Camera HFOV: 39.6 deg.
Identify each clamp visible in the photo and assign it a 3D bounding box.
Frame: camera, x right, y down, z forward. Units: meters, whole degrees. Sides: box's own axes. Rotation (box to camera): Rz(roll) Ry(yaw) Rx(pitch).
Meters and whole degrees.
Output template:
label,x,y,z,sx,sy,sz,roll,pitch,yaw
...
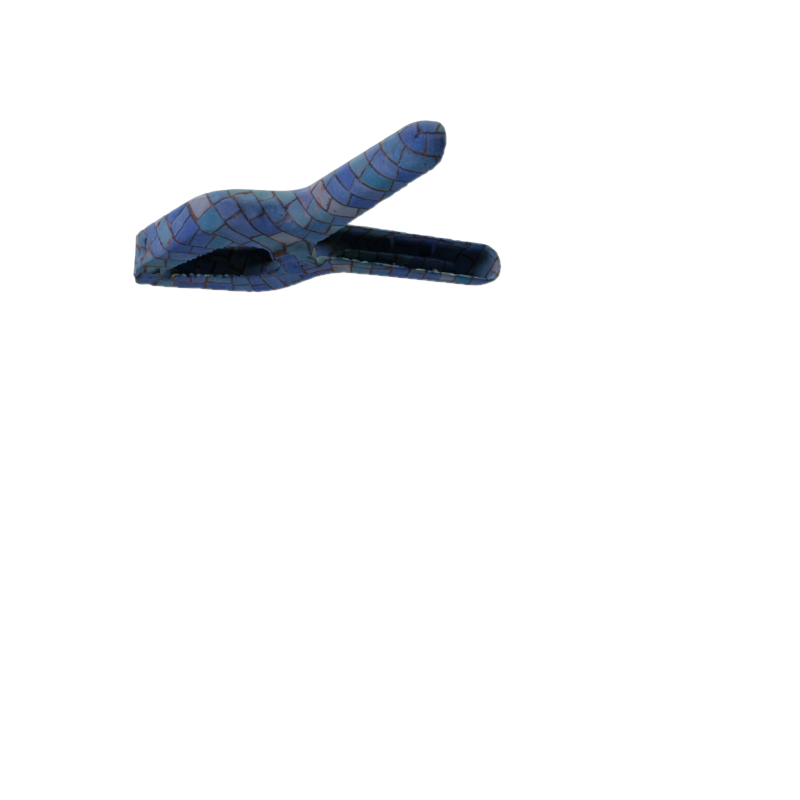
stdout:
label,x,y,z,sx,sy,sz,roll,pitch,yaw
clamp,-0.049,-0.090,0.629,0.214,0.038,0.153,-9,-22,22
